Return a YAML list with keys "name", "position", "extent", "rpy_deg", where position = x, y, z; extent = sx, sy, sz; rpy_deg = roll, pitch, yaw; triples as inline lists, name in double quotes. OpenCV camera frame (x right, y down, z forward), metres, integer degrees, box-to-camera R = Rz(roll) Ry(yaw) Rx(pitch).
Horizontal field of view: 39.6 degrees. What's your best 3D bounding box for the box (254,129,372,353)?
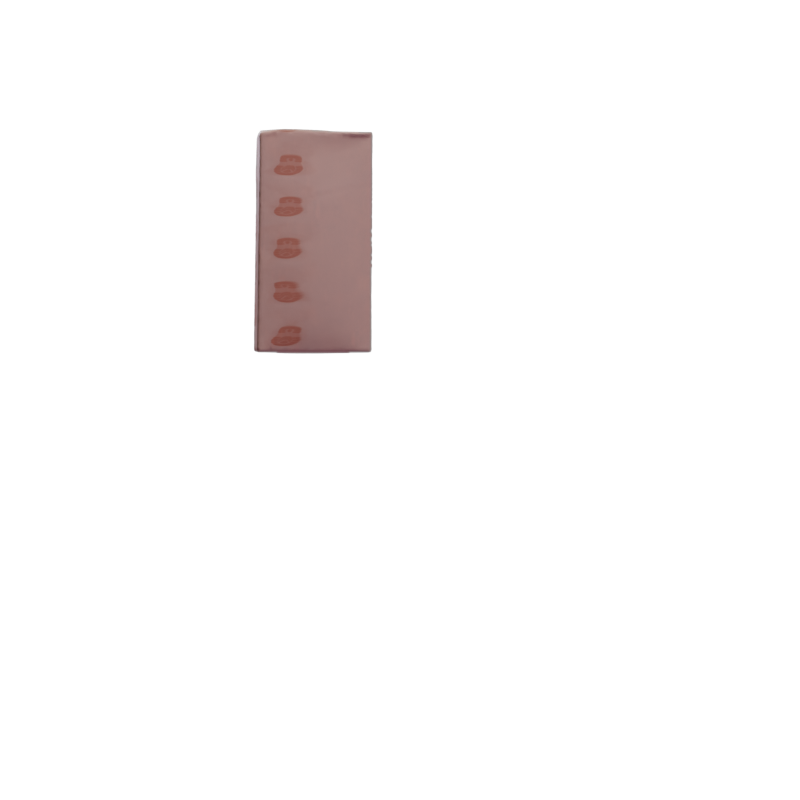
- name: "box"
  position: [-0.069, -0.126, 0.886]
  extent: [0.092, 0.177, 0.048]
  rpy_deg: [0, -2, -8]
